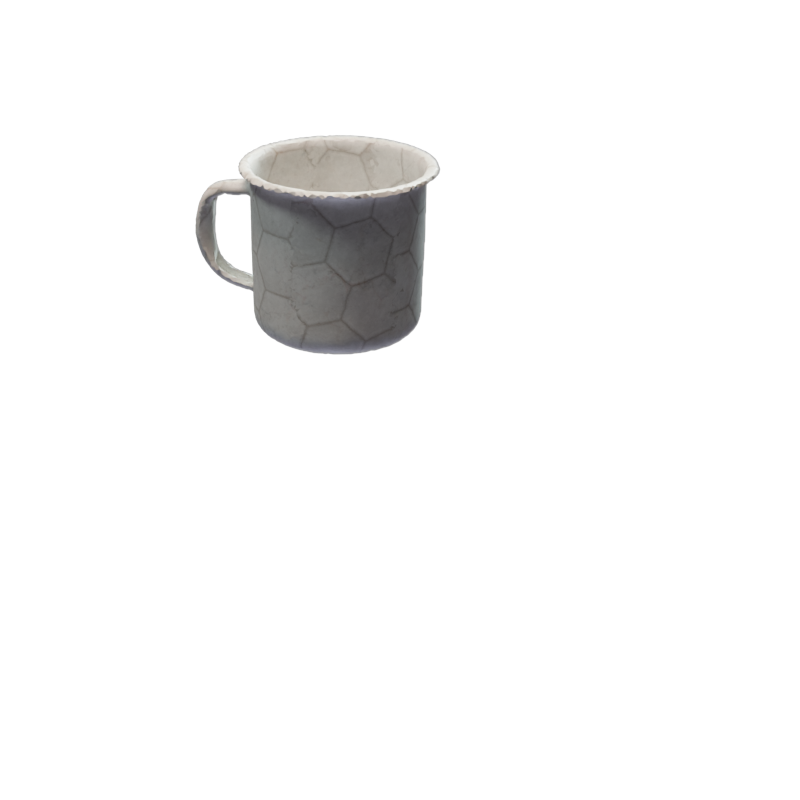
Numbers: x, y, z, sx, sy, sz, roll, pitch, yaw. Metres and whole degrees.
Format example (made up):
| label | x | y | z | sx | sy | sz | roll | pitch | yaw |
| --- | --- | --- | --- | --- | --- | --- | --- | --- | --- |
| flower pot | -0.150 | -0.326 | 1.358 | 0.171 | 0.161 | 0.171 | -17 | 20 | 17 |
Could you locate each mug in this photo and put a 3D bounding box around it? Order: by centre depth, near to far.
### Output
| label | x | y | z | sx | sy | sz | roll | pitch | yaw |
| --- | --- | --- | --- | --- | --- | --- | --- | --- | --- |
| mug | -0.041 | -0.076 | 0.529 | 0.119 | 0.077 | 0.097 | 5 | 26 | 9 |
